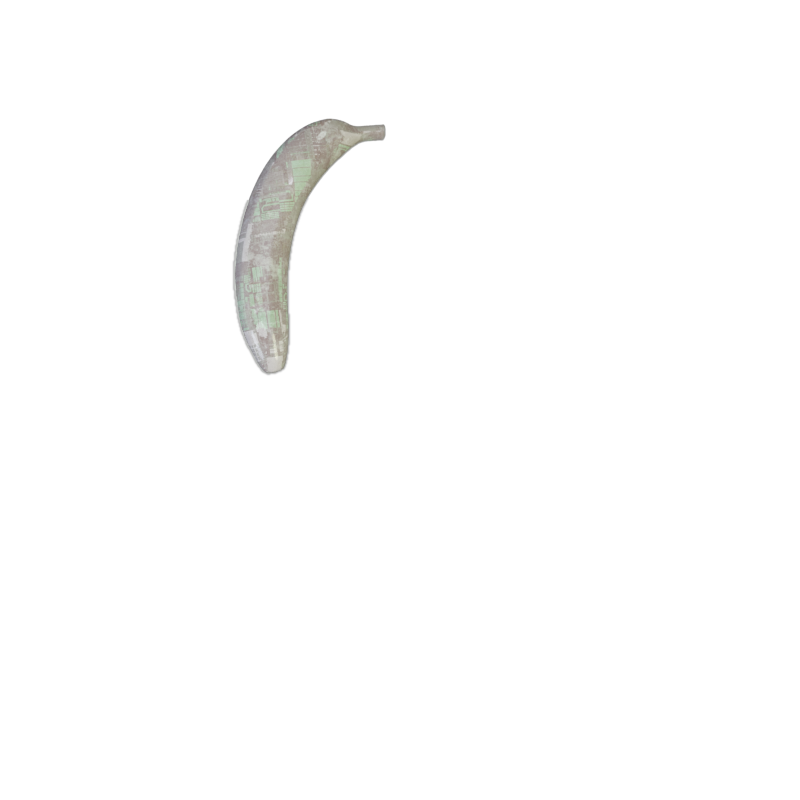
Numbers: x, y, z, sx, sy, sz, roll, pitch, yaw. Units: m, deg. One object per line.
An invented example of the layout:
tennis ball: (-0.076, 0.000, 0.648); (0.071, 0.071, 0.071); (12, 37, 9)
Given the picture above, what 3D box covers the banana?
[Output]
banana: (-0.075, -0.119, 0.762); (0.070, 0.203, 0.035); (21, -14, 4)
